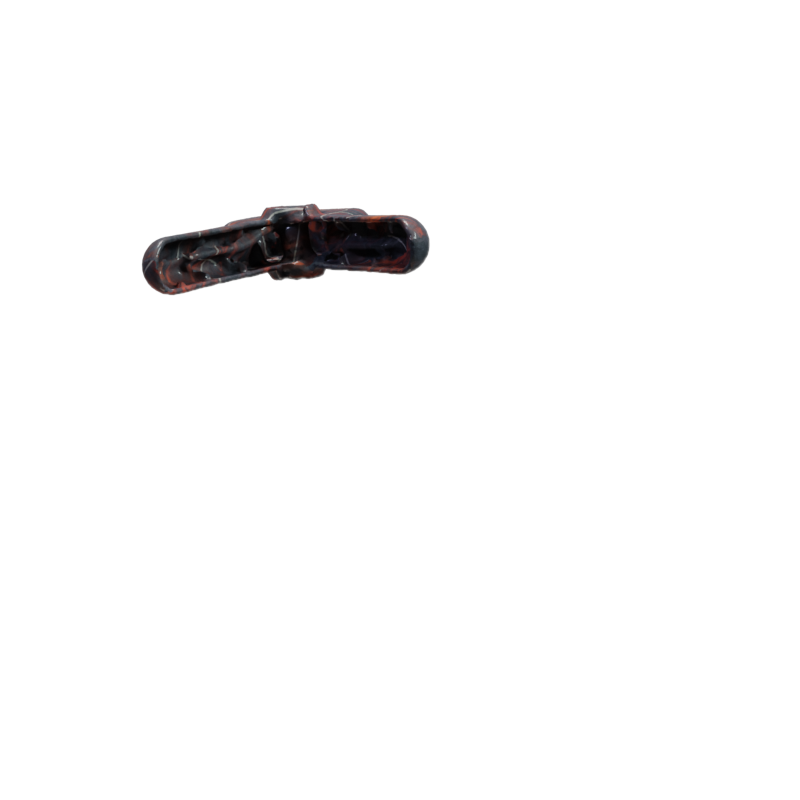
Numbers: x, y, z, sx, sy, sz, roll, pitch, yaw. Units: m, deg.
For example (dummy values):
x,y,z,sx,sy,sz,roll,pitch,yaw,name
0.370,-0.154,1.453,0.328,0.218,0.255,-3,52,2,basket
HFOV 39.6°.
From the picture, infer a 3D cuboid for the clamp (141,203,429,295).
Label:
x,y,z,sx,sy,sz,roll,pitch,yaw,name
-0.042,-0.076,0.531,0.122,0.038,0.174,2,15,7,clamp
